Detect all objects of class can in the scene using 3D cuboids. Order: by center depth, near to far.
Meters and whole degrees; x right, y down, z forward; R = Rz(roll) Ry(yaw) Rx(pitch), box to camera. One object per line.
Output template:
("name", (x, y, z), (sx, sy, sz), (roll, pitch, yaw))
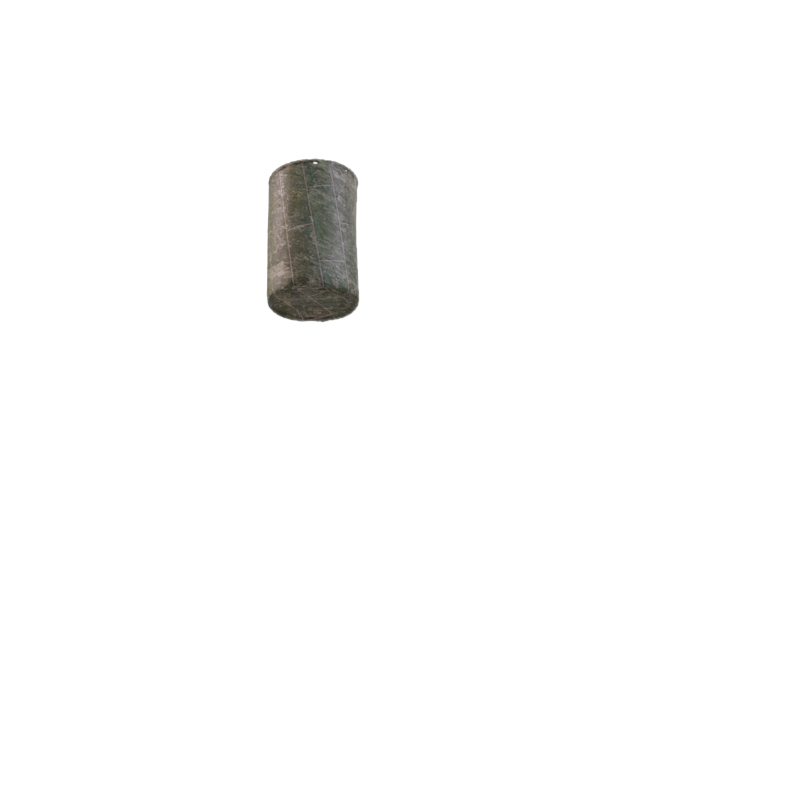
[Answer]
("can", (-0.064, -0.116, 0.813), (0.068, 0.108, 0.065), (0, -25, -2))
